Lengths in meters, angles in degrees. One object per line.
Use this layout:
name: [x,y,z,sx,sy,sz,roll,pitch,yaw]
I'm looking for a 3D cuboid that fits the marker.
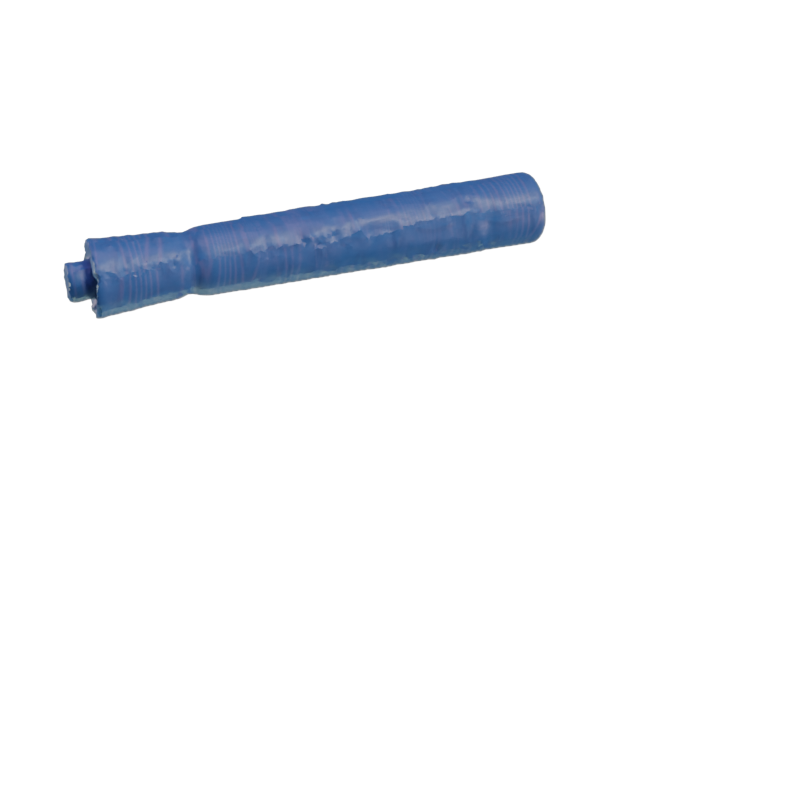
marker: [-0.021,-0.039,0.273,0.119,0.019,0.020,-12,8,-18]
